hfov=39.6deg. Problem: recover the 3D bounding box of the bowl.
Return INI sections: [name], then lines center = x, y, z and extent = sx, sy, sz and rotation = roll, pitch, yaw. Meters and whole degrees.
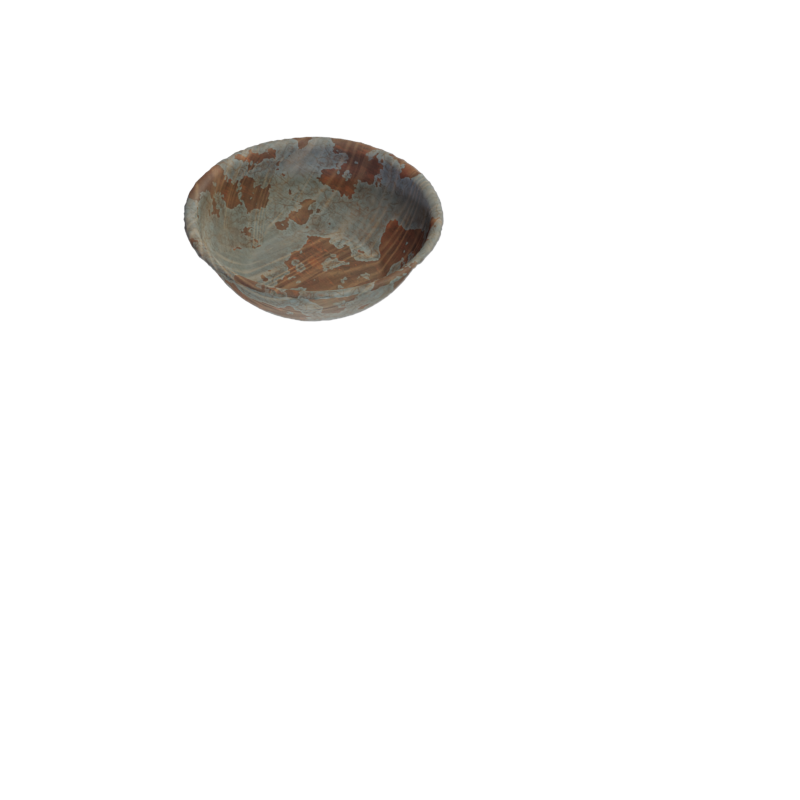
[bowl]
center = -0.055, -0.101, 0.705
extent = 0.162, 0.051, 0.174
rotation = -1, 44, -1
